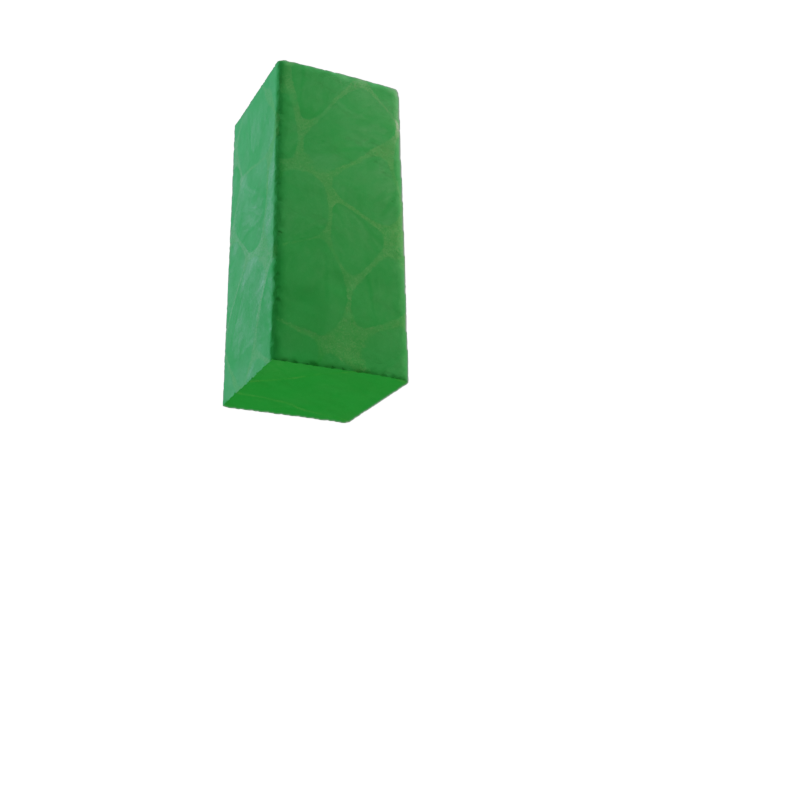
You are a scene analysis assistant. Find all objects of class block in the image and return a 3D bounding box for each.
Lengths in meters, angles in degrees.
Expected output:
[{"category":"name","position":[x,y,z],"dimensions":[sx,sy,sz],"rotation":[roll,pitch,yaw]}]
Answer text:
[{"category":"block","position":[-0.055,-0.102,0.715],"dimensions":[0.087,0.218,0.089],"rotation":[10,-27,-24]}]
